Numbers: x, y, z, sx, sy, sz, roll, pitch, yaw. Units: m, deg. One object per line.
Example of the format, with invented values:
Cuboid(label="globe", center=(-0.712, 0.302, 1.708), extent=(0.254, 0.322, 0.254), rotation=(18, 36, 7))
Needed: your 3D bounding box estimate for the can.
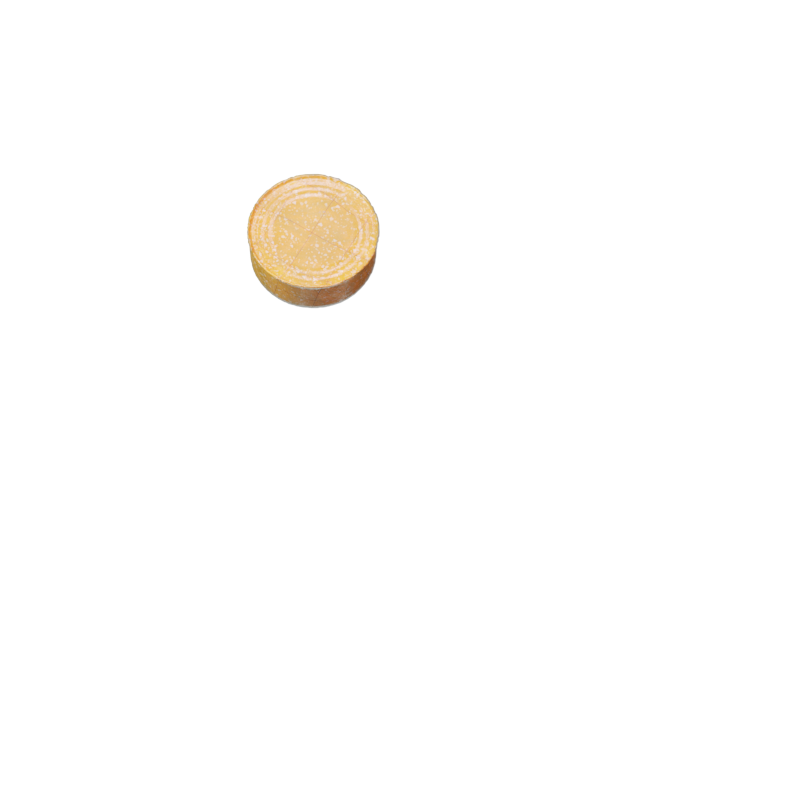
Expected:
Cuboid(label="can", center=(-0.057, -0.104, 0.730), extent=(0.086, 0.091, 0.032), rotation=(-1, -28, -1))
